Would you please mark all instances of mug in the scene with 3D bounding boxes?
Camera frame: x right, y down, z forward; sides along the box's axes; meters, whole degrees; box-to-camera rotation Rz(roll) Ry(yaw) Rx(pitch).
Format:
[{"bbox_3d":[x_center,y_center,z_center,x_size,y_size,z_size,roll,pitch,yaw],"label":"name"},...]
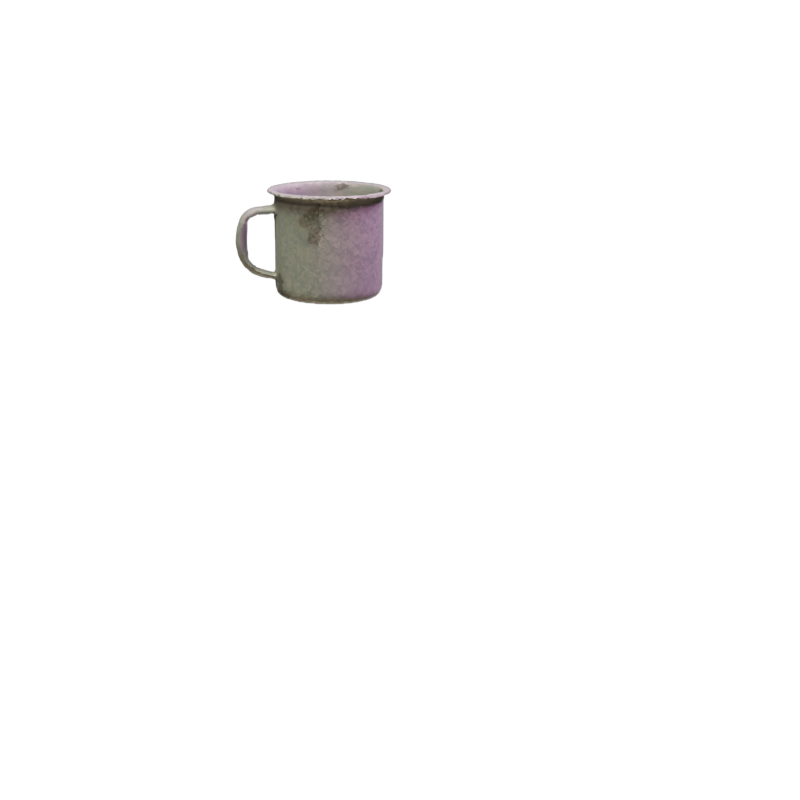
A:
[{"bbox_3d":[-0.066,-0.119,0.837,0.116,0.079,0.097,-3,16,-11],"label":"mug"}]
